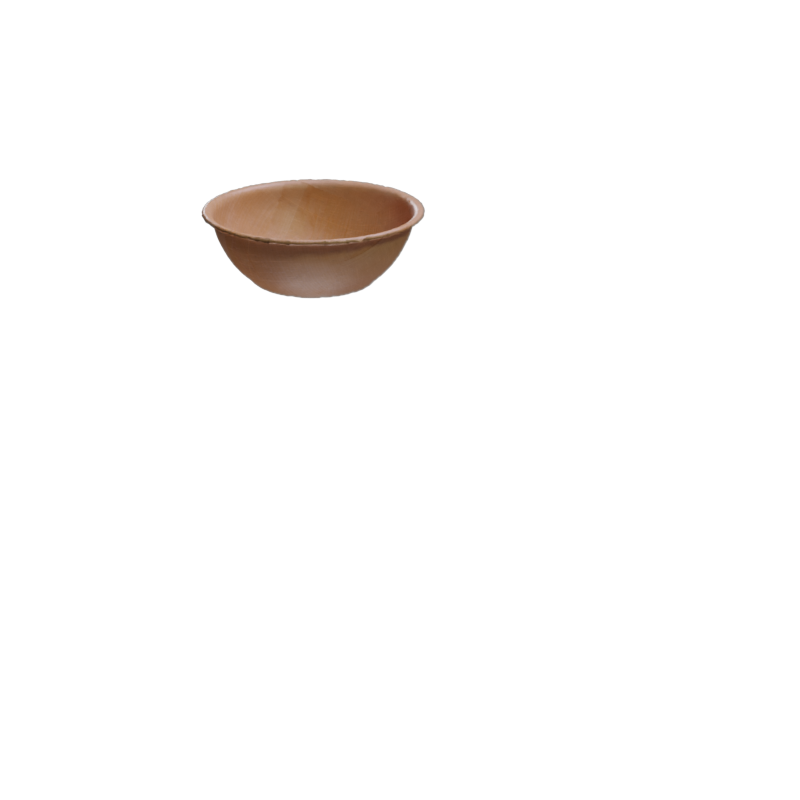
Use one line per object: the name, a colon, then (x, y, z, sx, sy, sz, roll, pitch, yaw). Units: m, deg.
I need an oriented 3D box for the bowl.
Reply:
bowl: (-0.063, -0.116, 0.811, 0.162, 0.052, 0.170, -1, 25, -2)
